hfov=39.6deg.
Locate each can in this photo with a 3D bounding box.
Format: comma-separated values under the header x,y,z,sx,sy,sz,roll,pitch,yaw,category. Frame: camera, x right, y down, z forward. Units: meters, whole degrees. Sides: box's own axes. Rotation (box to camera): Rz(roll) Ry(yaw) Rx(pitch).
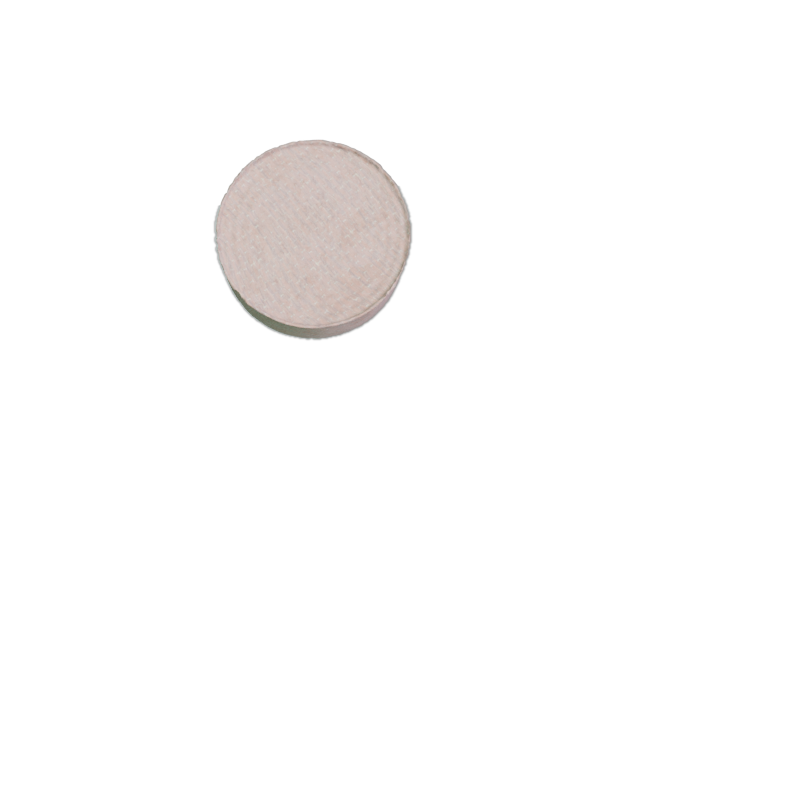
x,y,z,sx,sy,sz,roll,pitch,yaw,category
-0.039,-0.071,0.499,0.086,0.089,0.032,0,-15,-1,can
